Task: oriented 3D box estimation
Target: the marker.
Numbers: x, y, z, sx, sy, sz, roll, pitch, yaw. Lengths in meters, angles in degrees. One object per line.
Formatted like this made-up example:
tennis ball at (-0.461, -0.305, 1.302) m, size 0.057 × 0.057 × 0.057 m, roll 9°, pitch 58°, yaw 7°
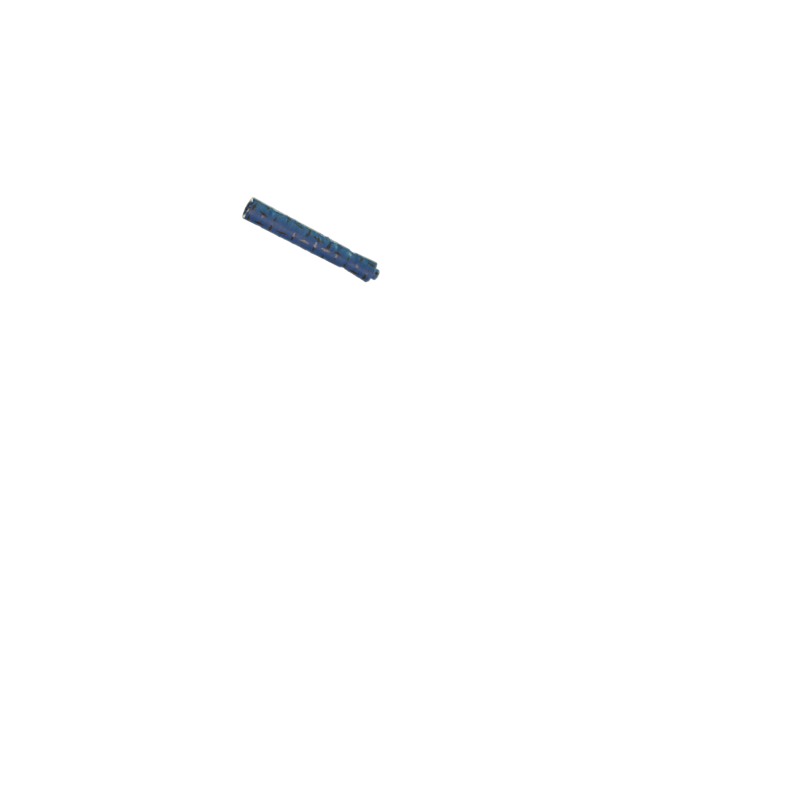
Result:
marker at (-0.069, -0.127, 0.888) m, size 0.117 × 0.020 × 0.020 m, roll 26°, pitch -4°, yaw -14°
